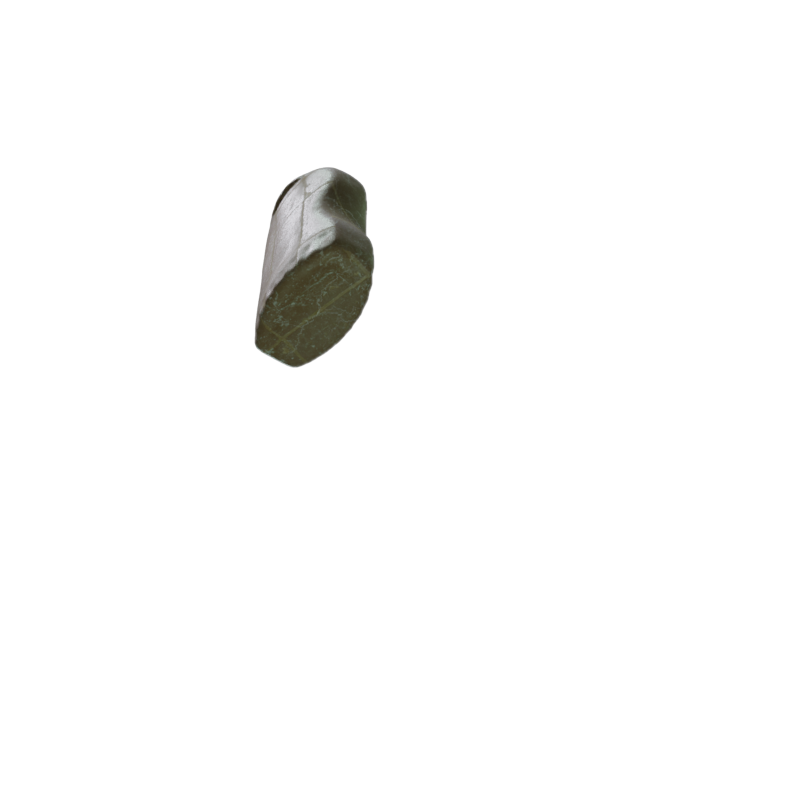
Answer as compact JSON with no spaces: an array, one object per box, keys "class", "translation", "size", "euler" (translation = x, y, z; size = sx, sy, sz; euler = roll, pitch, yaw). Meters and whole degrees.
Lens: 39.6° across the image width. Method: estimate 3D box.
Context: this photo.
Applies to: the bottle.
[{"class":"bottle","translation":[-0.060,-0.111,0.776],"size":[0.056,0.094,0.204],"euler":[28,27,-20]}]
